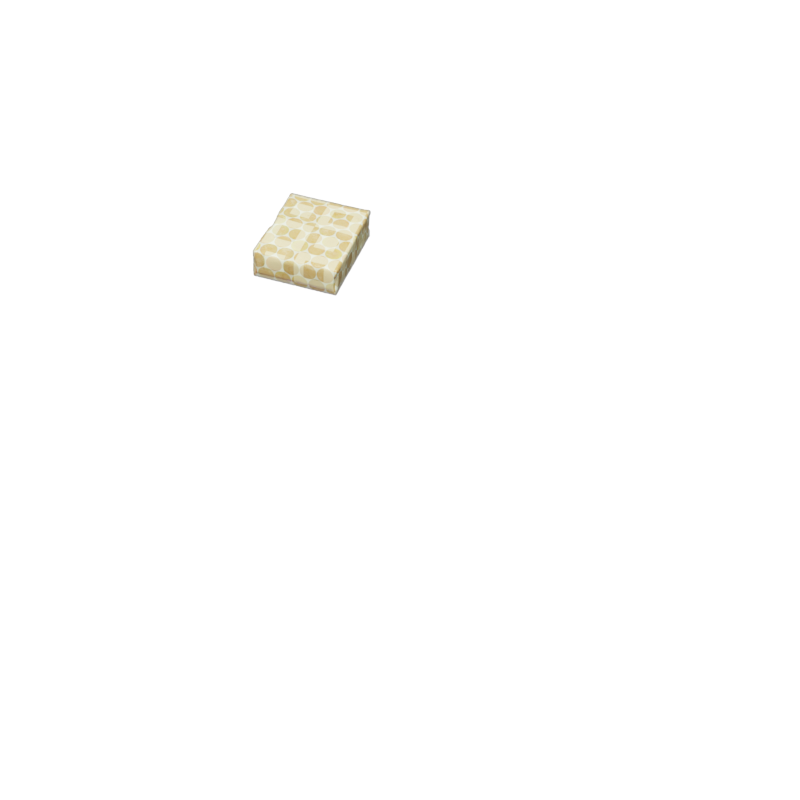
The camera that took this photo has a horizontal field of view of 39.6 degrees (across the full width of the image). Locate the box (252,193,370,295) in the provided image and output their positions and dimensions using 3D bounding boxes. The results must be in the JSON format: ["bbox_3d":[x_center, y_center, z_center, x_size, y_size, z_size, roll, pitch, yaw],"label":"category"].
[{"bbox_3d":[-0.072,-0.131,0.919,0.075,0.028,0.093,13,45,13],"label":"box"}]
